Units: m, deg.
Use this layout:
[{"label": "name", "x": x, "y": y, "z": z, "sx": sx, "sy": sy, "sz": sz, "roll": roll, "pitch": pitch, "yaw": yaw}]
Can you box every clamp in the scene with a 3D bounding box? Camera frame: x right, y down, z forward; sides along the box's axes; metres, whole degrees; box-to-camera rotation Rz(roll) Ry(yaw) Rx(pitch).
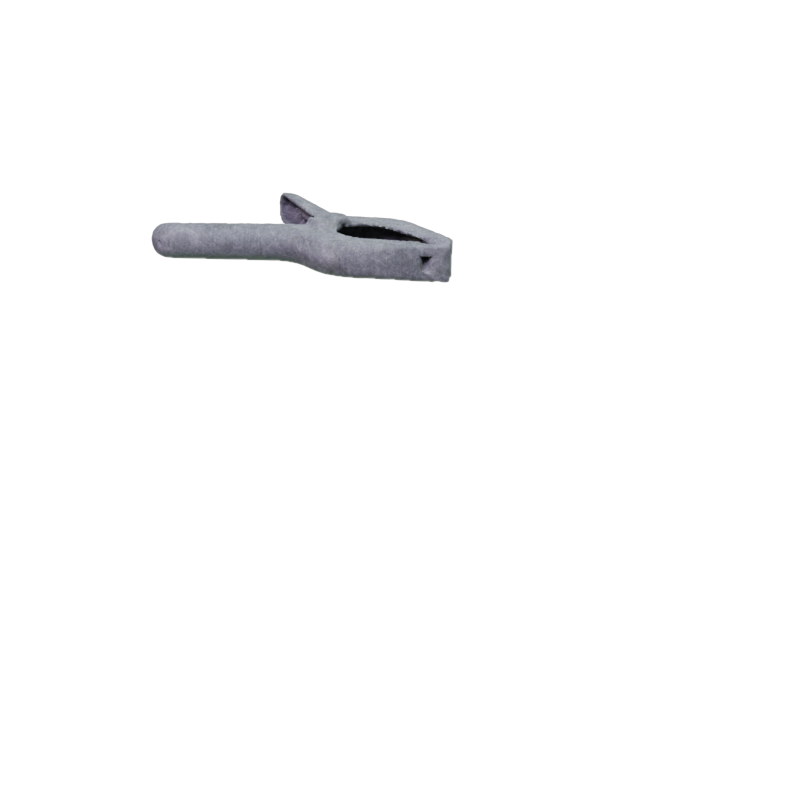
[{"label": "clamp", "x": -0.062, "y": -0.114, "z": 0.798, "sx": 0.222, "sy": 0.035, "sz": 0.162, "roll": 18, "pitch": 28, "yaw": 37}]
